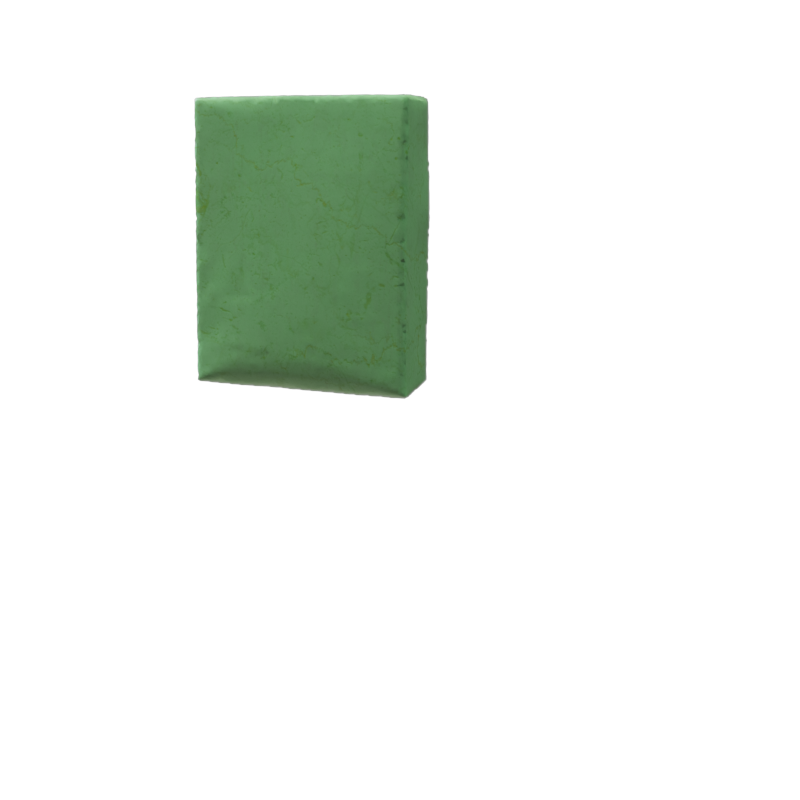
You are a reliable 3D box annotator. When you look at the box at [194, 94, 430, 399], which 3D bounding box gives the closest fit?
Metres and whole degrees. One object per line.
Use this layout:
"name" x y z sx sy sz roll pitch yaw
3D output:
"box" -0.064 -0.117 0.821 0.168 0.211 0.071 3 7 19
